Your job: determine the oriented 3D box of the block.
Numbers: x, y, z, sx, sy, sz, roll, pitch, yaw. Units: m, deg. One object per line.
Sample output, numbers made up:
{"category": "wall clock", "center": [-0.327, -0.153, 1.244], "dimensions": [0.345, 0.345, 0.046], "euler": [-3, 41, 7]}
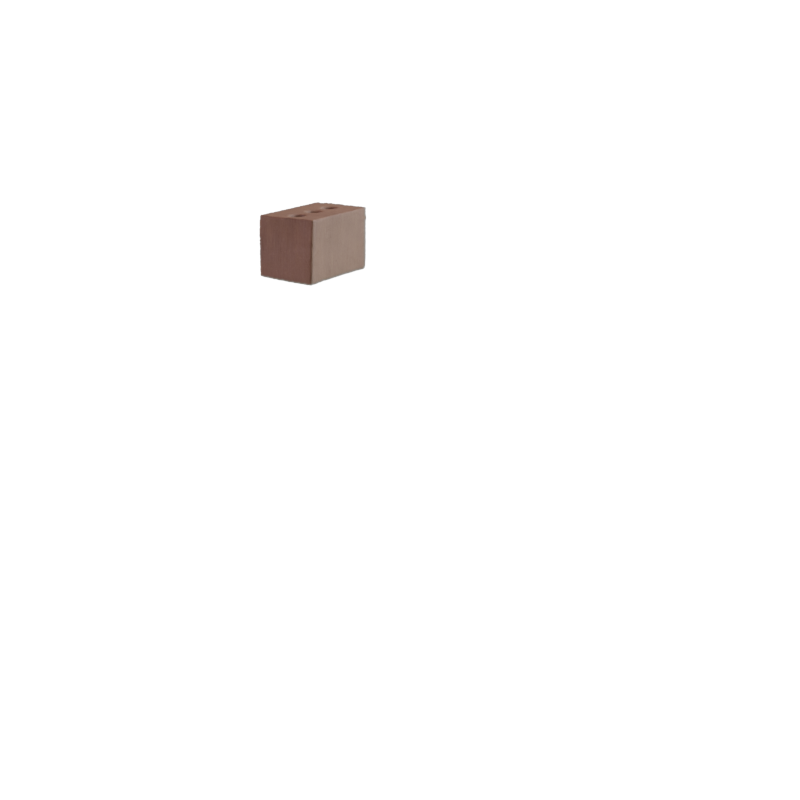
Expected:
{"category": "block", "center": [-0.070, -0.127, 0.888], "dimensions": [0.055, 0.050, 0.077], "euler": [10, 19, 31]}
